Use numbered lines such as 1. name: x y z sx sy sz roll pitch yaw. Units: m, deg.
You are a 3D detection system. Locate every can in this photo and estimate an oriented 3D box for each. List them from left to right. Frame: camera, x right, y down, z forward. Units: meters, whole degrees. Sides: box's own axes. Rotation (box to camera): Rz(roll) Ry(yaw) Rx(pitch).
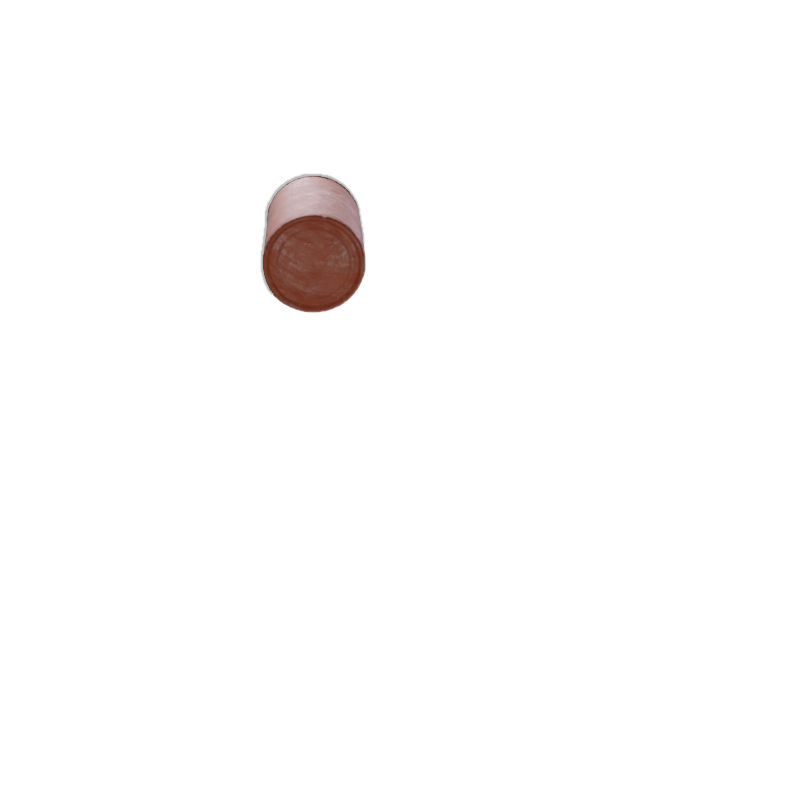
1. can: -0.059 -0.107 0.749 0.068 0.065 0.107 0 23 -3
